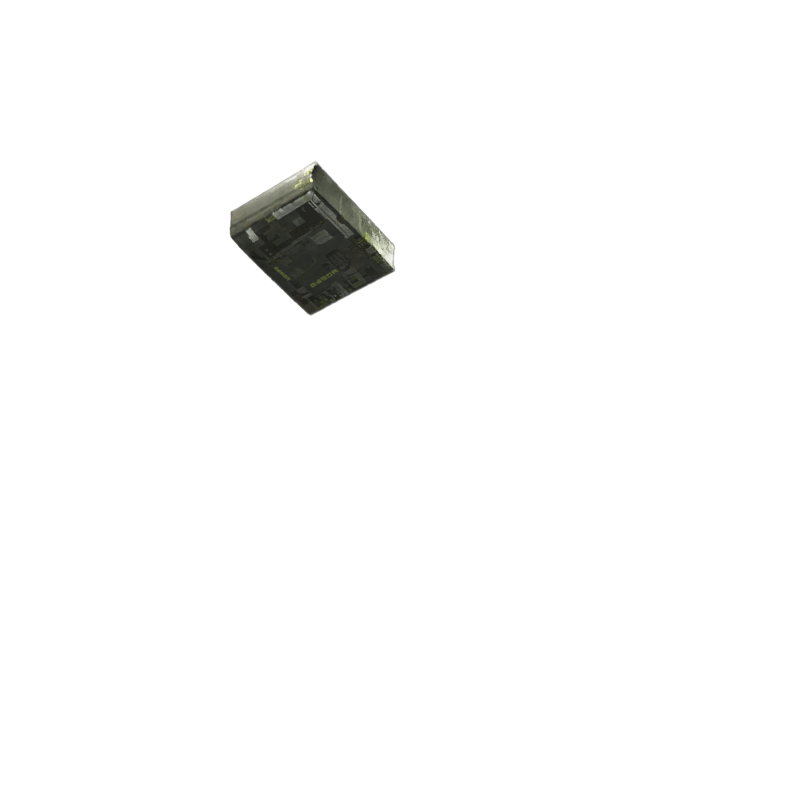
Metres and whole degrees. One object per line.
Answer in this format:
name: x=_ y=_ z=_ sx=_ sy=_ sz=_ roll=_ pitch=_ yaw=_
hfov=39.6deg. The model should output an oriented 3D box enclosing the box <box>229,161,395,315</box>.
box: x=-0.071 y=-0.129 z=0.905 sx=0.090 sy=0.042 sz=0.106 roll=-27 pitch=-50 yaw=25
